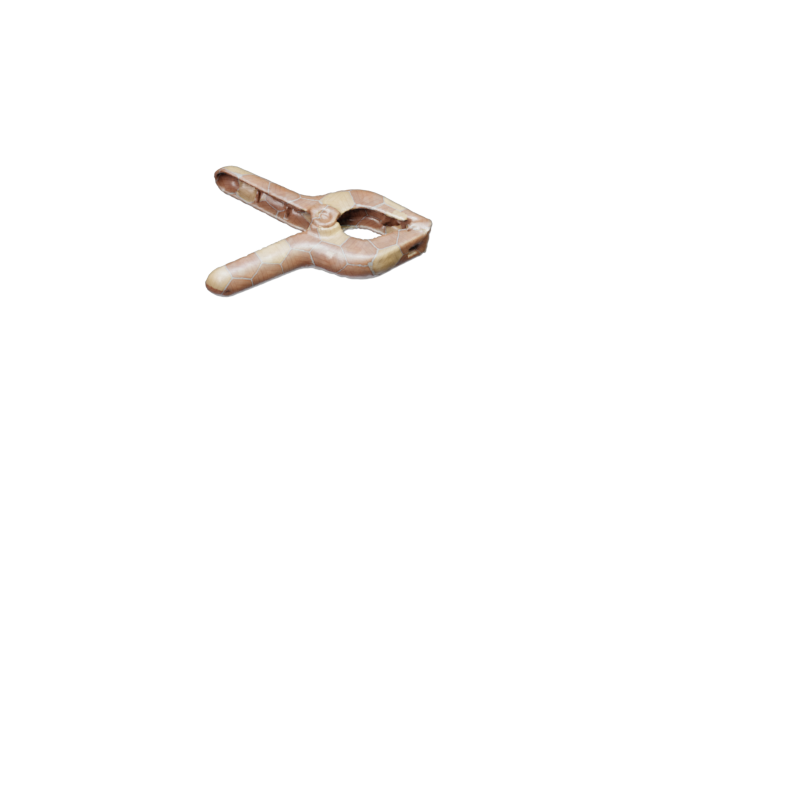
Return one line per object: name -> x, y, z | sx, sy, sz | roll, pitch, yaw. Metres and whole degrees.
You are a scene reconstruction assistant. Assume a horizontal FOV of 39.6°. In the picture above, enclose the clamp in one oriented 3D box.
clamp -> -0.064, -0.117, 0.822 | 0.173, 0.127, 0.037 | 7, -32, 4
